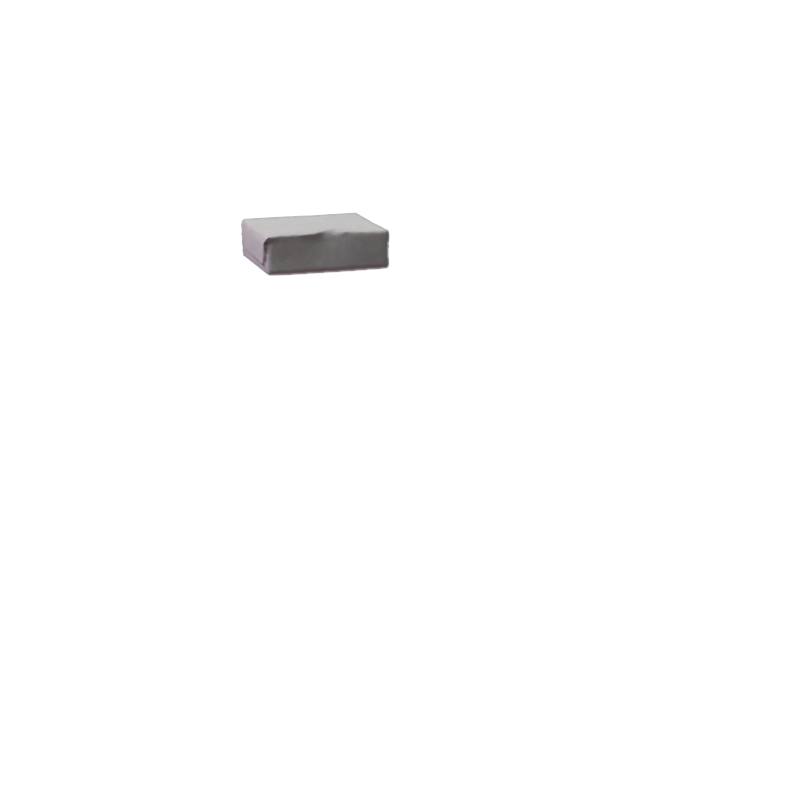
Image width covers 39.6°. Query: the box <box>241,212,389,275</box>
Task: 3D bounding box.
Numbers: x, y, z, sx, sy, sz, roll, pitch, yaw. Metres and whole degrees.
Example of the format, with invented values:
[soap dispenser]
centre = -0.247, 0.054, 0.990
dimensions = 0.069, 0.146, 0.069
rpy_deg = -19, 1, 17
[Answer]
[box]
centre = -0.061, -0.111, 0.774
dimensions = 0.088, 0.029, 0.077
rpy_deg = -5, 19, -17
